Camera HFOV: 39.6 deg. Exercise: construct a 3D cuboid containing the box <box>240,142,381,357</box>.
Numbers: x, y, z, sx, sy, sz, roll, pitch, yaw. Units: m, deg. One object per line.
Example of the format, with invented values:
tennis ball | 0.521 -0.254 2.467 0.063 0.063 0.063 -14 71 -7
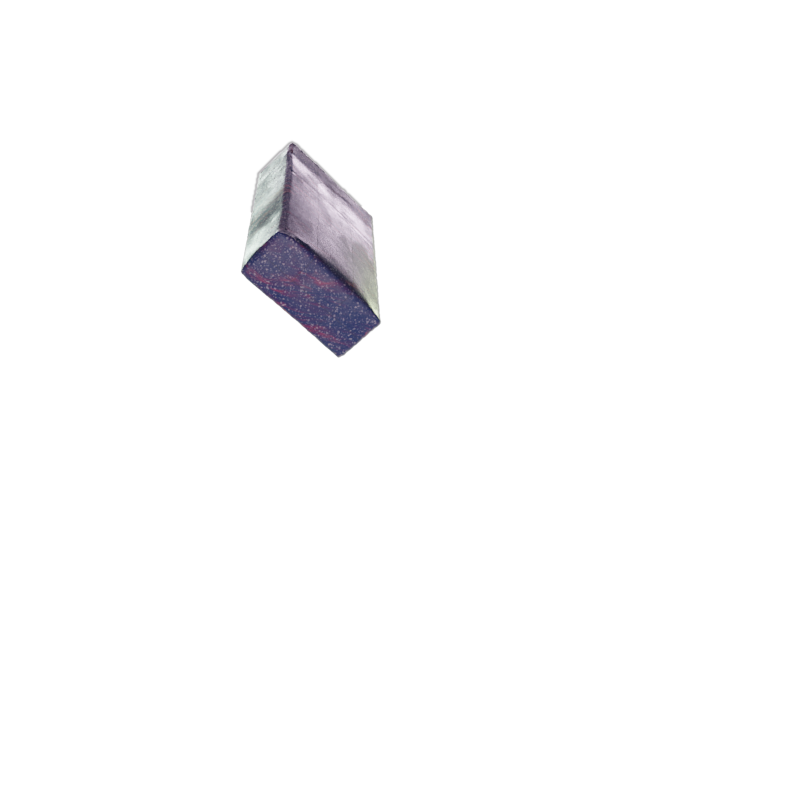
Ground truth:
box | -0.062 -0.112 0.788 0.089 0.047 0.186 41 18 -21
